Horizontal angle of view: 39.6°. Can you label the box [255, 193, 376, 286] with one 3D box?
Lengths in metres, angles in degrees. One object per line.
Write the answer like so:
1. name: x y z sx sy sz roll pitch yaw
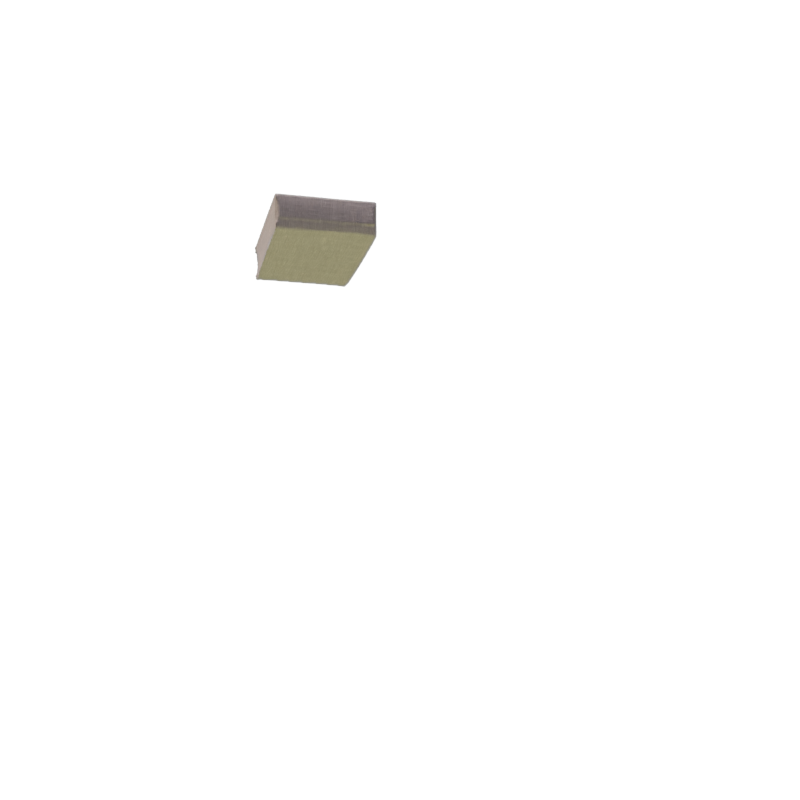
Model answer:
1. box: -0.077 -0.141 0.987 0.088 0.041 0.110 5 -22 -14
